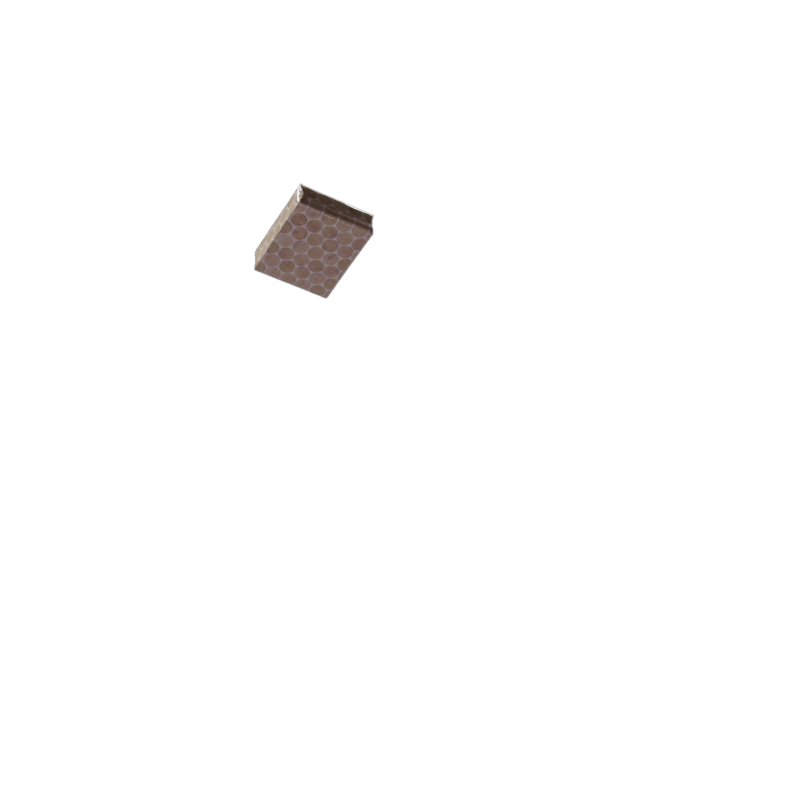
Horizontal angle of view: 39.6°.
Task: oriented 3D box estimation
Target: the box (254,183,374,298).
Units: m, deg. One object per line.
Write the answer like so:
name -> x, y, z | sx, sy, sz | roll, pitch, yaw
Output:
box -> -0.075, -0.137, 0.959 | 0.070, 0.032, 0.086 | 22, -51, -20
